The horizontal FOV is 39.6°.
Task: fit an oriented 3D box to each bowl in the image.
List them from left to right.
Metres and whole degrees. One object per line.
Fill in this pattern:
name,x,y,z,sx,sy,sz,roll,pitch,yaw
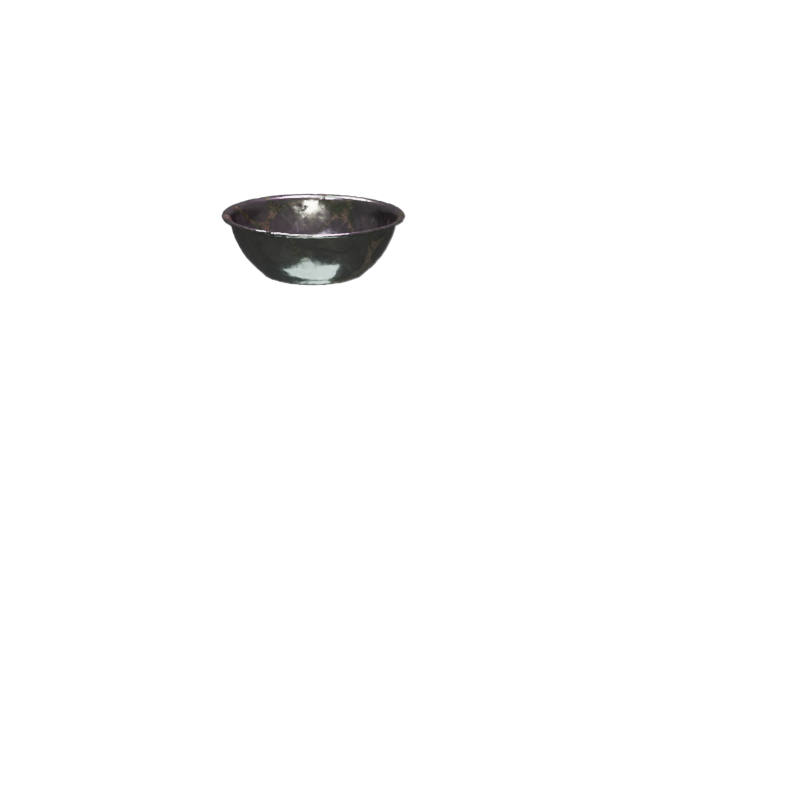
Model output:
bowl,-0.077,-0.140,0.981,0.162,0.053,0.169,-1,21,-2
